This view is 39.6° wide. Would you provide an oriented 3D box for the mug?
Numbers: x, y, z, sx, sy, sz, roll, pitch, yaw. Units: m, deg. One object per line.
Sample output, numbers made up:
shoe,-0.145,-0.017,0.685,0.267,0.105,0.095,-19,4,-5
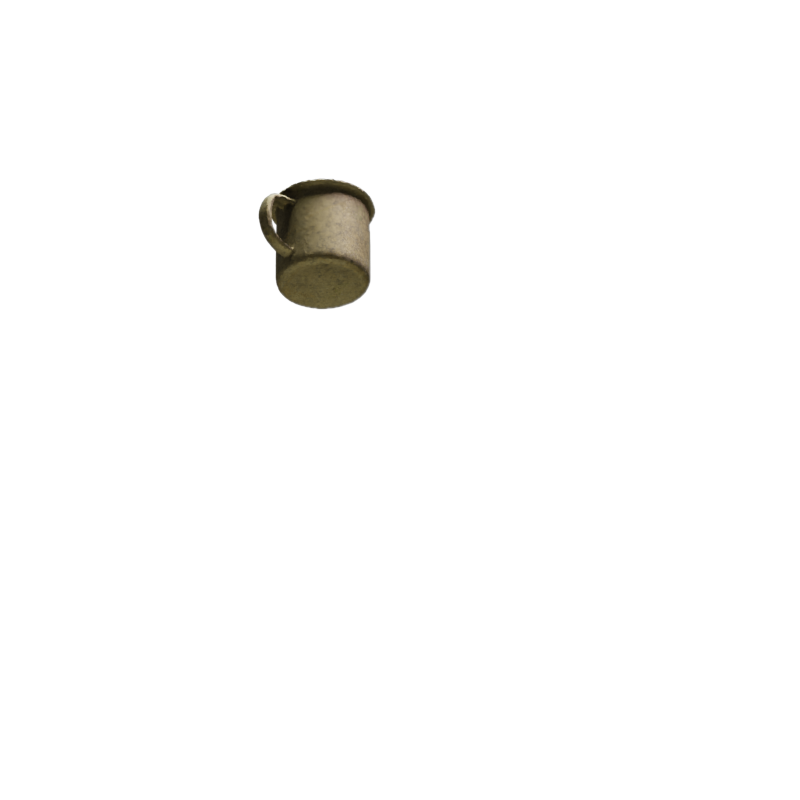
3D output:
mug,-0.075,-0.137,0.959,0.093,0.087,0.109,-26,-40,35
